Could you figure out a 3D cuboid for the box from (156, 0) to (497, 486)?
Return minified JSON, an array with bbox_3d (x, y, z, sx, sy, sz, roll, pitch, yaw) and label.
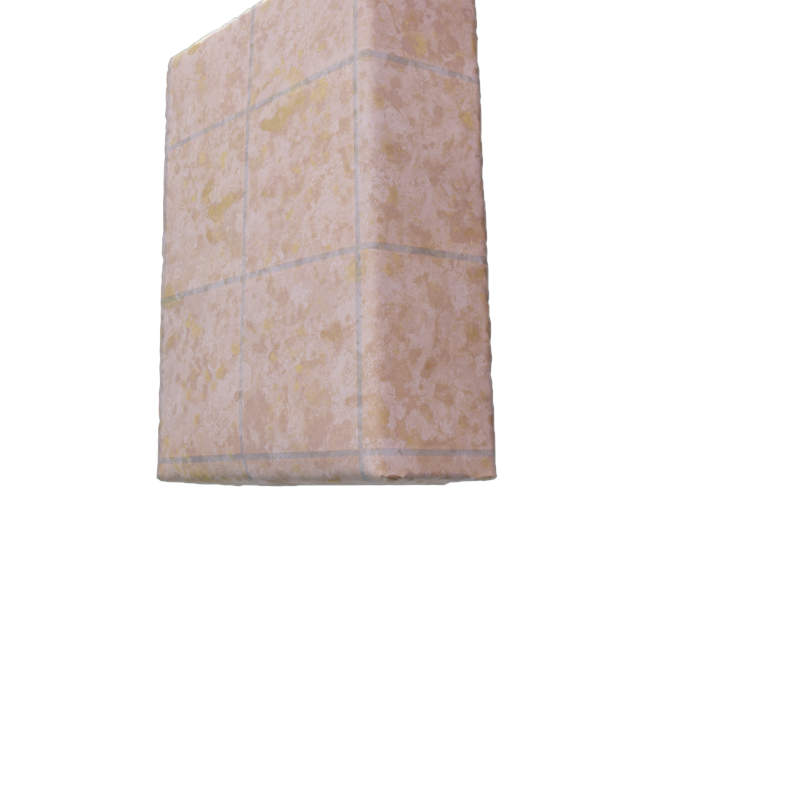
[{"bbox_3d":[-0.039,-0.071,0.497,0.068,0.220,0.168,9,-13,-39],"label":"box"}]
